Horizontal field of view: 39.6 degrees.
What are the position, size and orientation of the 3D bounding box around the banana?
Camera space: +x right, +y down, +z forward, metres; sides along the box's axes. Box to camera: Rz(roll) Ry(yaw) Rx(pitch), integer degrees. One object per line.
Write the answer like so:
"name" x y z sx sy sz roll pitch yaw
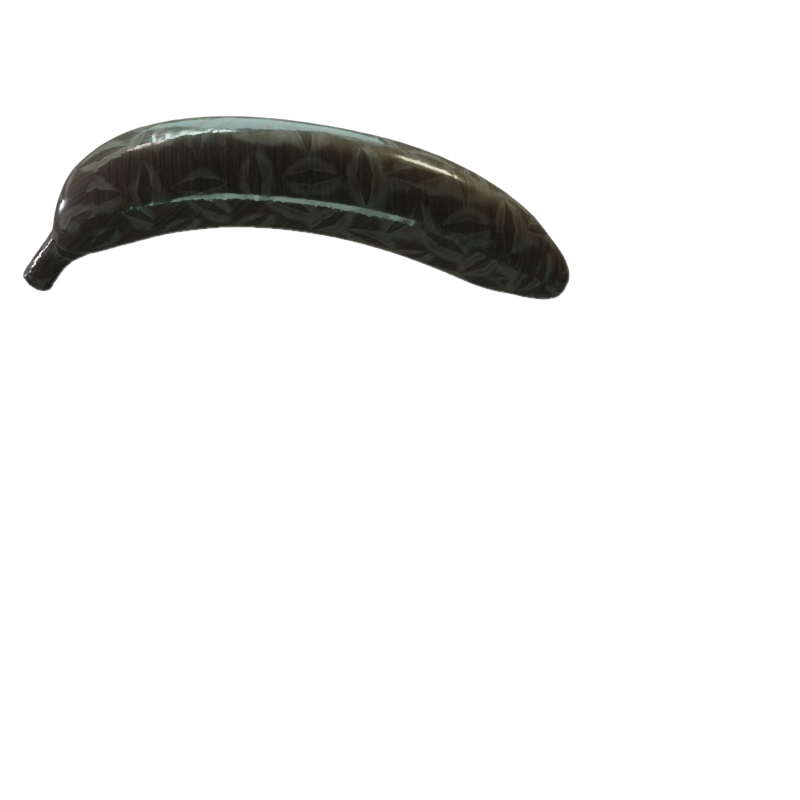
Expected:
"banana" -0.033 -0.067 0.386 0.197 0.039 0.065 2 -34 -4
